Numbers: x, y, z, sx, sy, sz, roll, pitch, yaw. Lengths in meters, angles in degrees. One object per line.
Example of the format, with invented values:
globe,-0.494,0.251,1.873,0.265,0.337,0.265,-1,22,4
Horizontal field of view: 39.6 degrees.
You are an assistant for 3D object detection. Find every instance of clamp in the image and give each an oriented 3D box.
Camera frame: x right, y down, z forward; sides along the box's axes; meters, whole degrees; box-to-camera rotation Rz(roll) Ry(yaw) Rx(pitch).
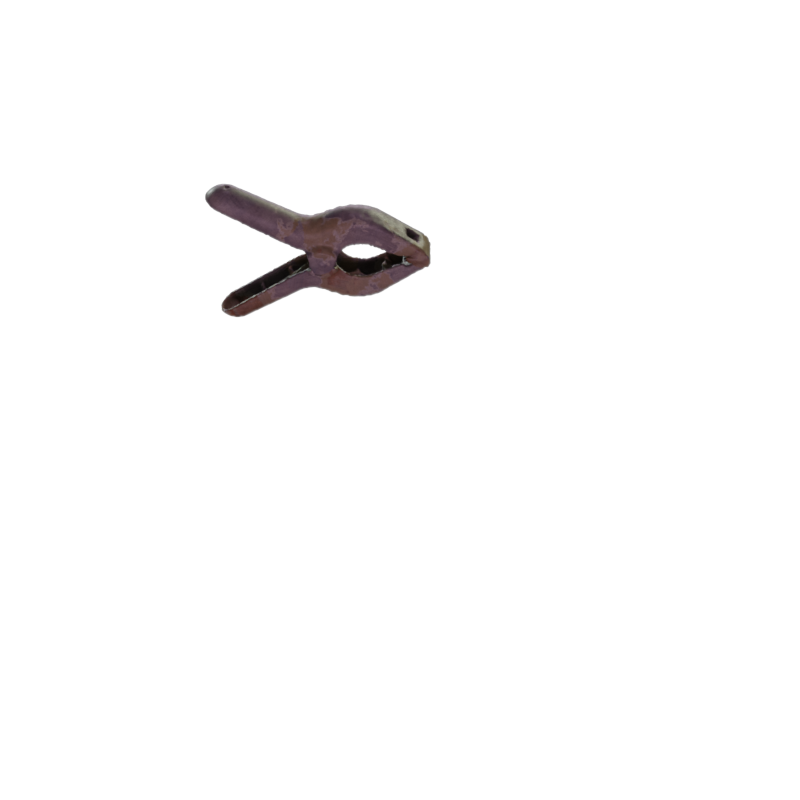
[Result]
clamp,-0.065,-0.119,0.836,0.173,0.042,0.111,-8,-44,8
